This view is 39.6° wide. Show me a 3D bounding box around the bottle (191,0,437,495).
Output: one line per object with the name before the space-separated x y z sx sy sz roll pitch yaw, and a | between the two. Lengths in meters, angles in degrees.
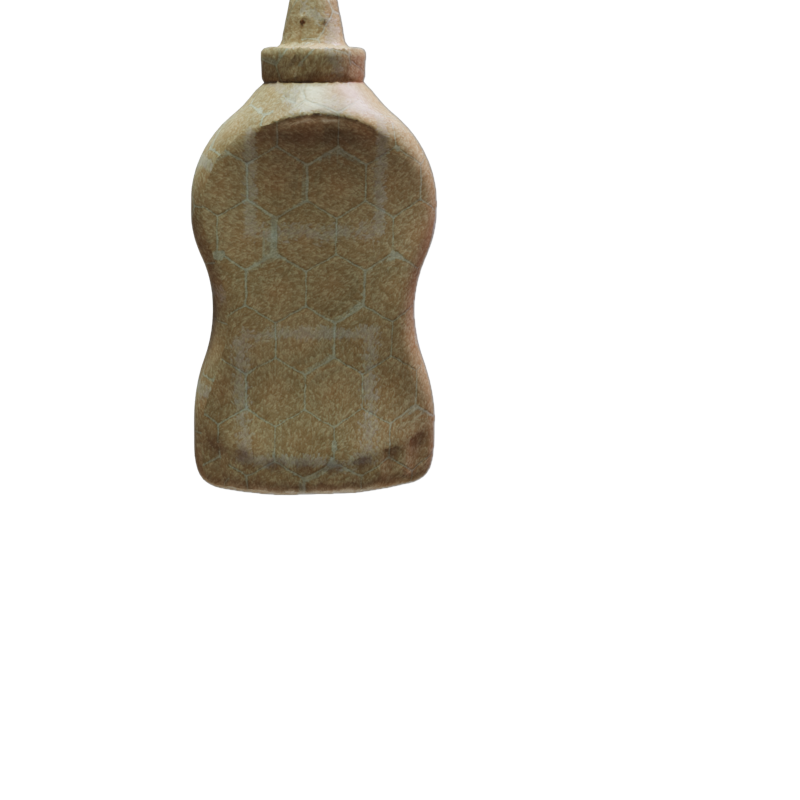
bottle | -0.034 -0.063 0.438 0.095 0.187 0.060 0 9 -4
